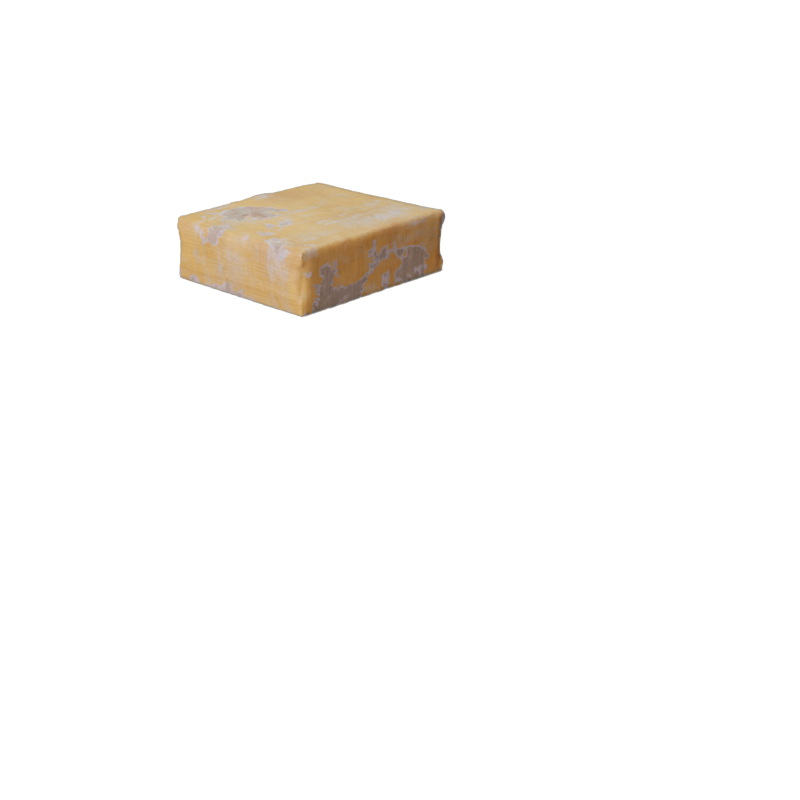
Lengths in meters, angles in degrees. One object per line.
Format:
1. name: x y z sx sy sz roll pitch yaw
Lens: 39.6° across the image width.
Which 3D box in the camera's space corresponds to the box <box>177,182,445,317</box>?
1. box: -0.036 -0.066 0.463 0.077 0.029 0.088 19 30 38
